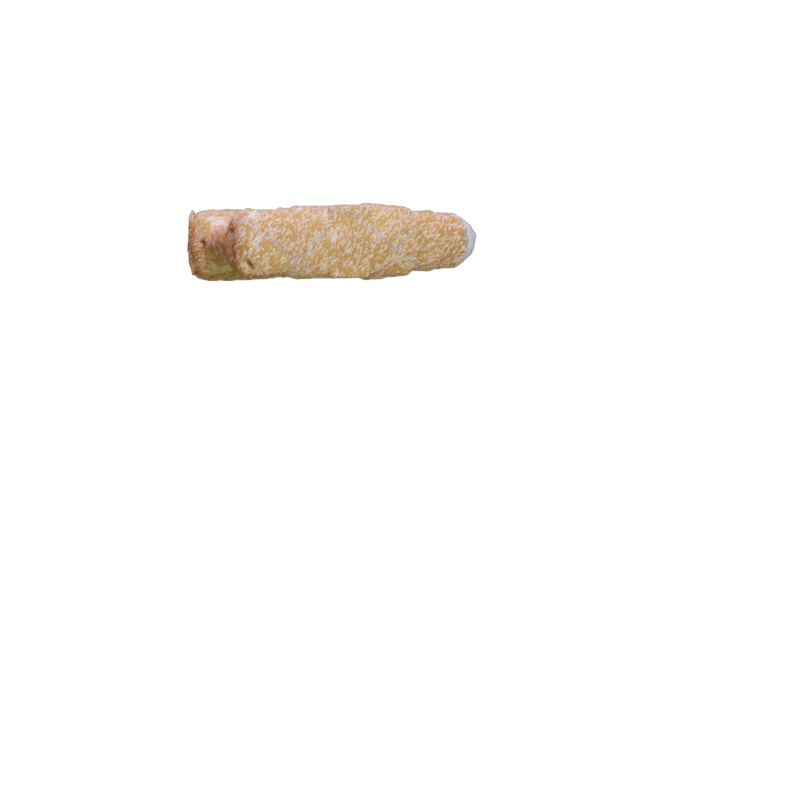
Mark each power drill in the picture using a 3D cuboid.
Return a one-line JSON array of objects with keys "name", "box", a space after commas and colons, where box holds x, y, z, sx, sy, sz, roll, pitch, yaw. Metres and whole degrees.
[{"name": "power drill", "box": [-0.064, -0.116, 0.813, 0.179, 0.057, 0.194, -3, 6, -28]}]
